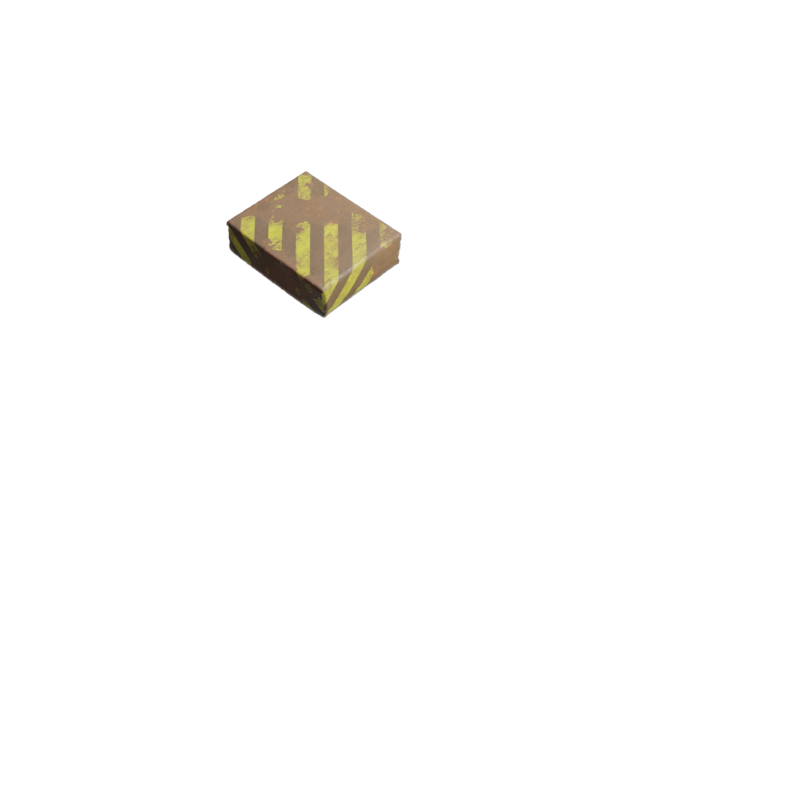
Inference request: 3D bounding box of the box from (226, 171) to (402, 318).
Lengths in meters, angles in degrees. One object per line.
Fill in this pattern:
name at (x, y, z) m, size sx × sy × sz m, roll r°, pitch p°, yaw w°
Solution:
box at (-0.070, -0.127, 0.889) m, size 0.121 × 0.036 × 0.091 m, roll 37°, pitch 59°, yaw 27°
